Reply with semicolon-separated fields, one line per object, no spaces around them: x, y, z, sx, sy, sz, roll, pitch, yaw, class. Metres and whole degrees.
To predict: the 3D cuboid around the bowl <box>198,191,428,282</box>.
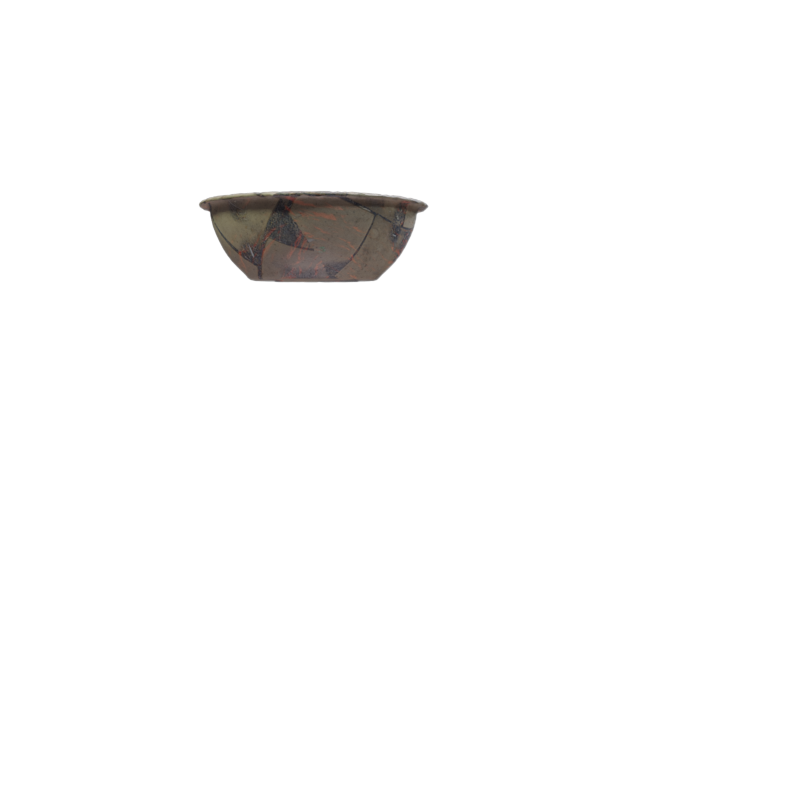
-0.061;-0.112;0.784;0.162;0.055;0.162;0;3;-2;bowl
